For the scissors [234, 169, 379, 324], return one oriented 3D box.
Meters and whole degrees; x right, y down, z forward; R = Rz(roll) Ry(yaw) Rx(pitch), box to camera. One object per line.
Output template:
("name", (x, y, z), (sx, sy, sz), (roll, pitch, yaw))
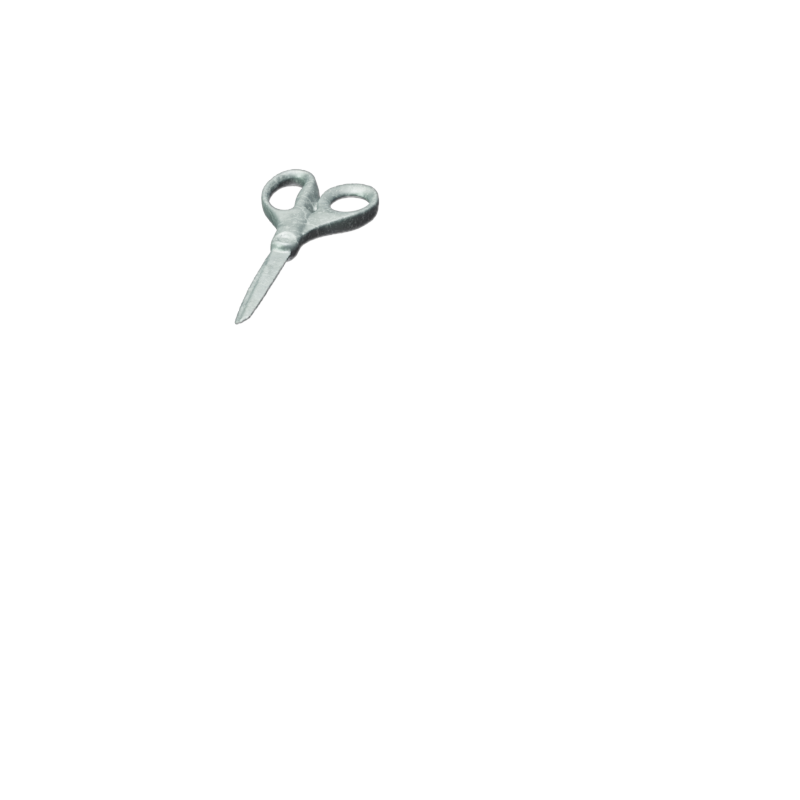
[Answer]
("scissors", (-0.060, -0.110, 0.768), (0.096, 0.015, 0.216), (-2, 36, -2))
